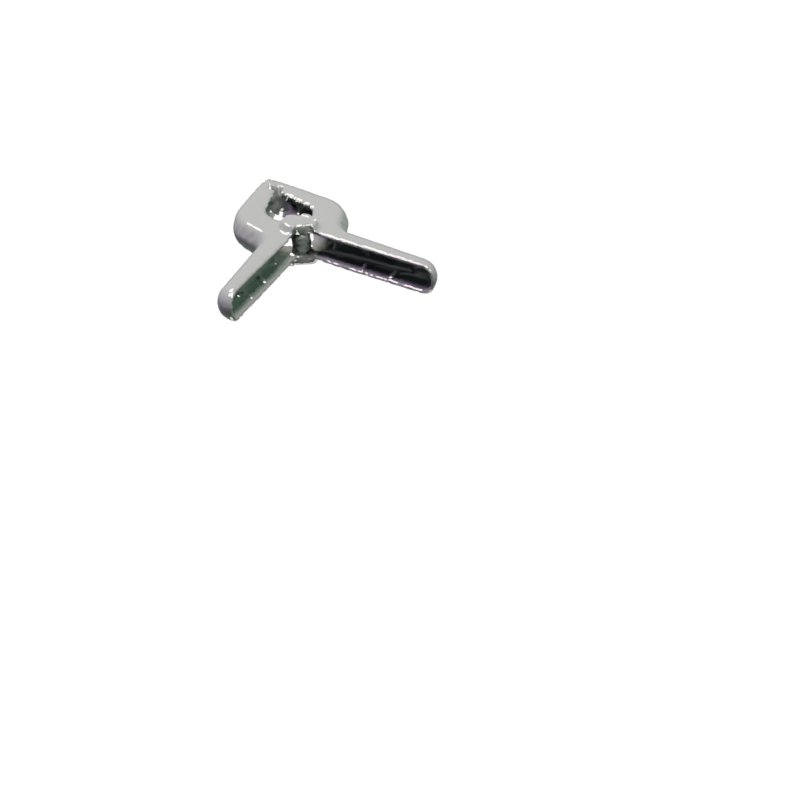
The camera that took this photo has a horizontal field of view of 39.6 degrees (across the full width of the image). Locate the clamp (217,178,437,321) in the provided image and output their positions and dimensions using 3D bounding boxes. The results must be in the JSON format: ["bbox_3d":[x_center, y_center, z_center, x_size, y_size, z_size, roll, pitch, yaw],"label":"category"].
[{"bbox_3d":[-0.069,-0.126,0.885,0.163,0.034,0.225,-5,32,-9],"label":"clamp"}]
